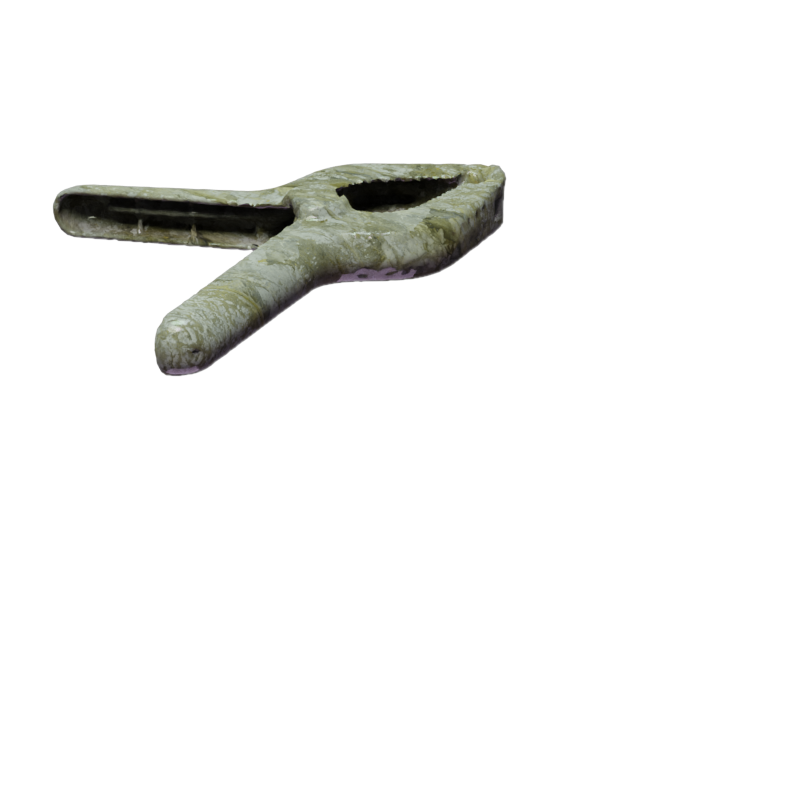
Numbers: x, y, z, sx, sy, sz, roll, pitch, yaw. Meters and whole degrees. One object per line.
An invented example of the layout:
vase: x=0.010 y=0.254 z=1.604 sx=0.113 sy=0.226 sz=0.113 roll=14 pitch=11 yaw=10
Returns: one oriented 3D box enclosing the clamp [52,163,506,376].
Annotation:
clamp: x=-0.039 y=-0.070 z=0.493 sx=0.207 sy=0.034 sz=0.177 roll=-11 pitch=33 yaw=-18
